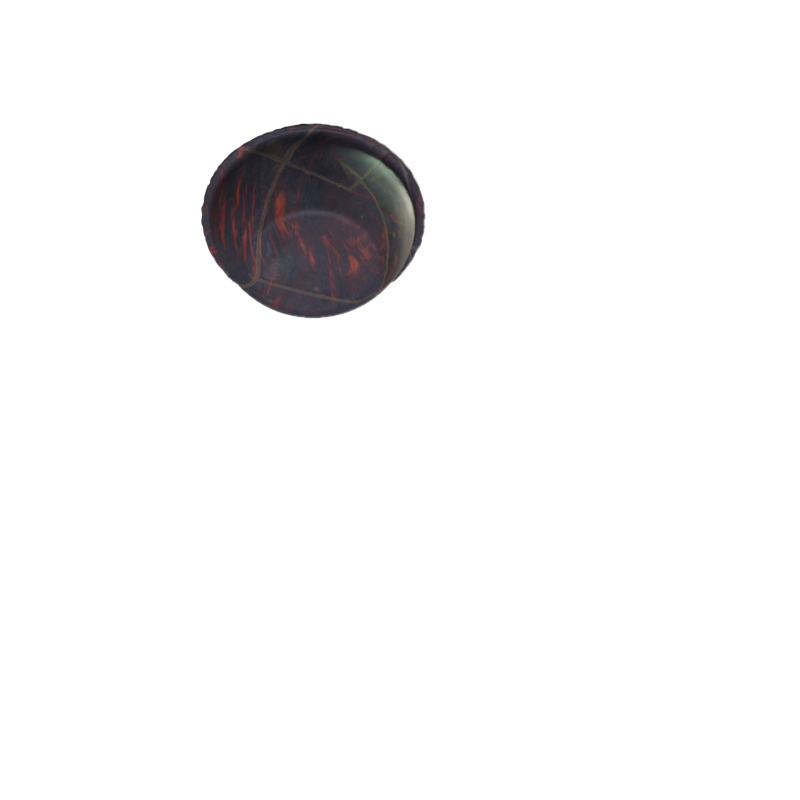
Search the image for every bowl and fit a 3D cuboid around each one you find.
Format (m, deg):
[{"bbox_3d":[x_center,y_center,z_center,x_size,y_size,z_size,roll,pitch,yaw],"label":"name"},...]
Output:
[{"bbox_3d":[-0.061,-0.111,0.780,0.162,0.151,0.059,1,39,-1],"label":"bowl"}]
